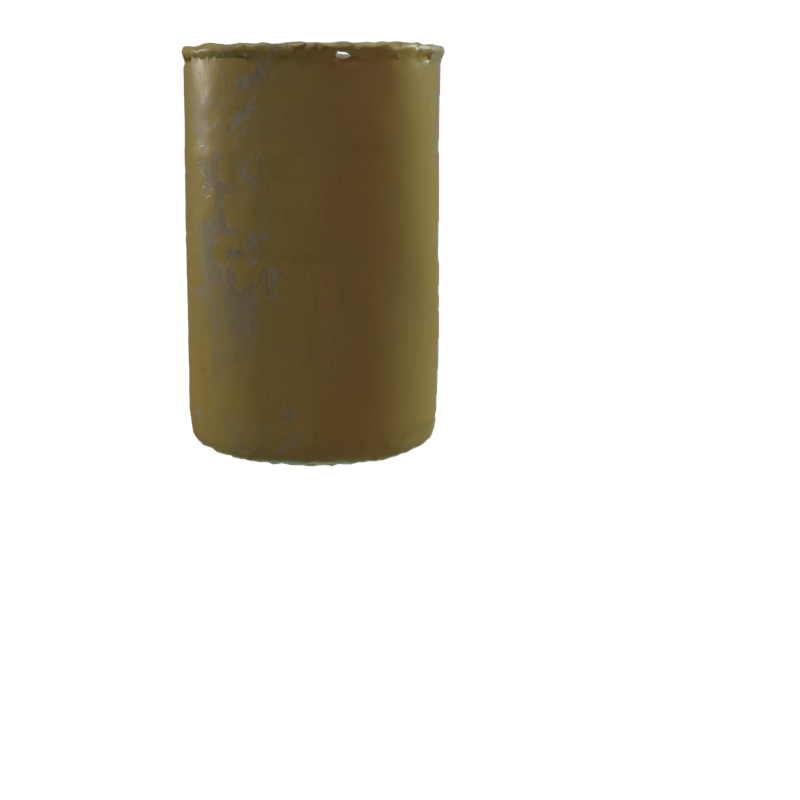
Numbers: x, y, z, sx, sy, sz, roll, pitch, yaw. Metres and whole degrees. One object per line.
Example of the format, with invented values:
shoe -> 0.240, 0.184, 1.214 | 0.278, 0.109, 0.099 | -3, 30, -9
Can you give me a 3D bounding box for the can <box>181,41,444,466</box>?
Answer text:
can -> -0.023, -0.042, 0.294 | 0.068, 0.100, 0.070 | 0, 10, -2
